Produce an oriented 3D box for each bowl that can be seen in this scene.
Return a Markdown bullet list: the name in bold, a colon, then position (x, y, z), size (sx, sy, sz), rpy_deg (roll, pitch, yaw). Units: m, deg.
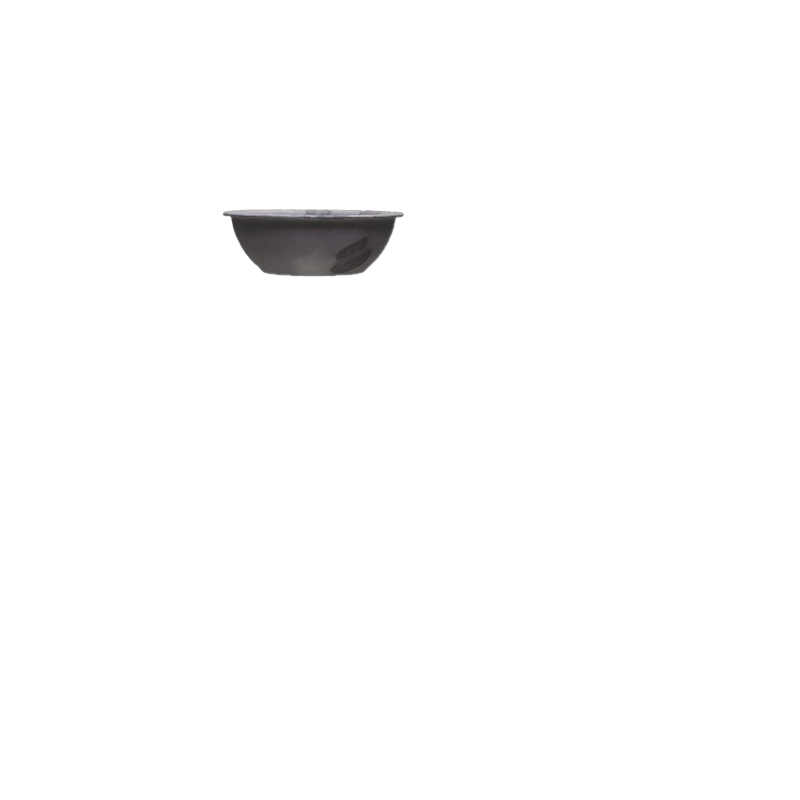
- **bowl**: position (-0.078, -0.141, 0.991), size (0.162, 0.054, 0.165), rpy_deg (0, 10, -2)
